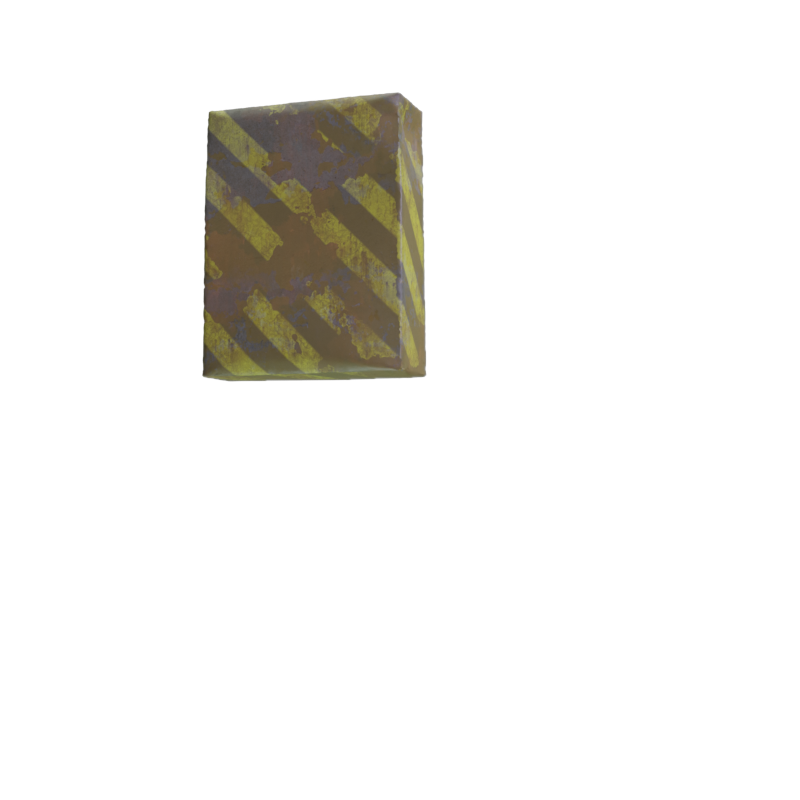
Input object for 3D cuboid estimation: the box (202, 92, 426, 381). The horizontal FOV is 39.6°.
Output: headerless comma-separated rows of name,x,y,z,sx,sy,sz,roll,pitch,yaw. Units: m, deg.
box,-0.068,-0.123,0.864,0.168,0.218,0.069,-2,-8,18
